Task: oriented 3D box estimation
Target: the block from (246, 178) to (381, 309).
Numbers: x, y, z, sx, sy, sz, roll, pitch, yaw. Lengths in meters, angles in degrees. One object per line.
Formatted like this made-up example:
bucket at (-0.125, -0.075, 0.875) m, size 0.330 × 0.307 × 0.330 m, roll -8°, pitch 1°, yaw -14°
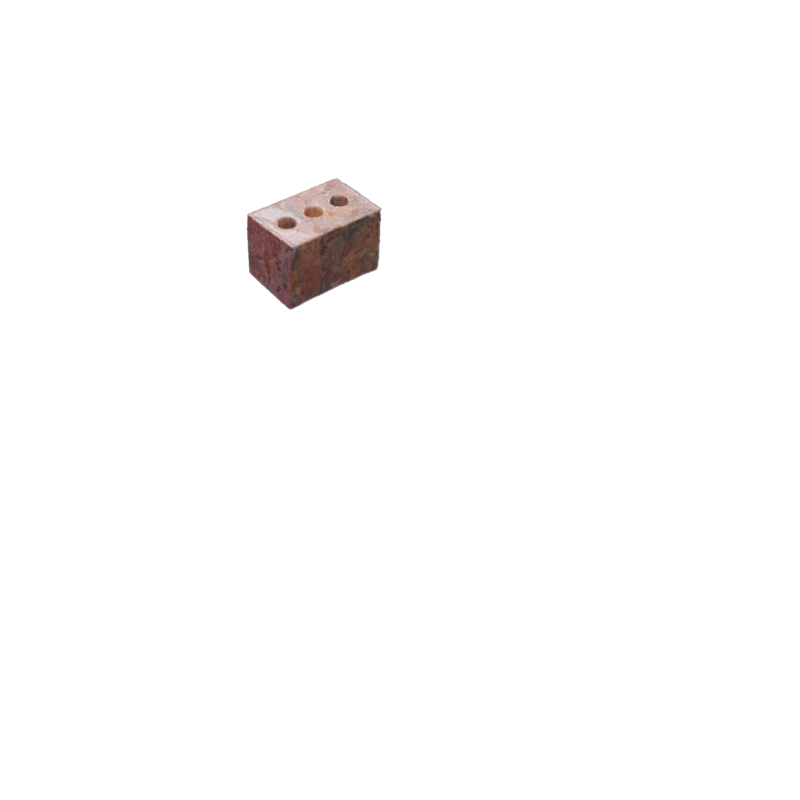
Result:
block at (-0.059, -0.108, 0.756) m, size 0.078 × 0.048 × 0.057 m, roll -28°, pitch 48°, yaw -30°
